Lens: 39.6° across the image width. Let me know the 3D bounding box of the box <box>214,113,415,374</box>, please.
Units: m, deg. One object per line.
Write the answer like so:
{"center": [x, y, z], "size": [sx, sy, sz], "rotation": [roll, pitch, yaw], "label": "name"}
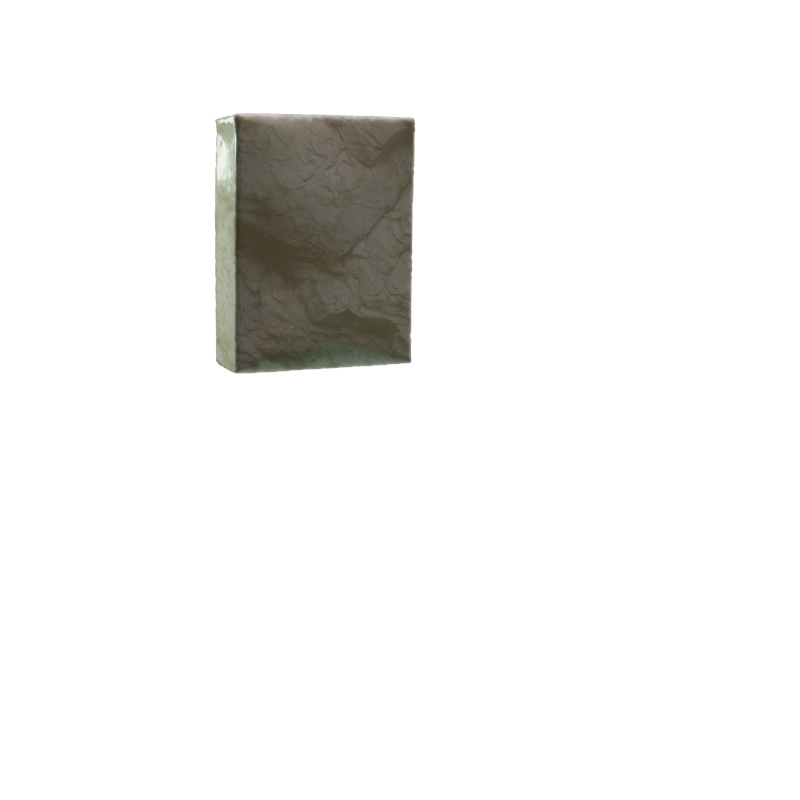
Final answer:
{"center": [-0.075, -0.136, 0.952], "size": [0.160, 0.212, 0.074], "rotation": [-2, 4, -24], "label": "box"}
